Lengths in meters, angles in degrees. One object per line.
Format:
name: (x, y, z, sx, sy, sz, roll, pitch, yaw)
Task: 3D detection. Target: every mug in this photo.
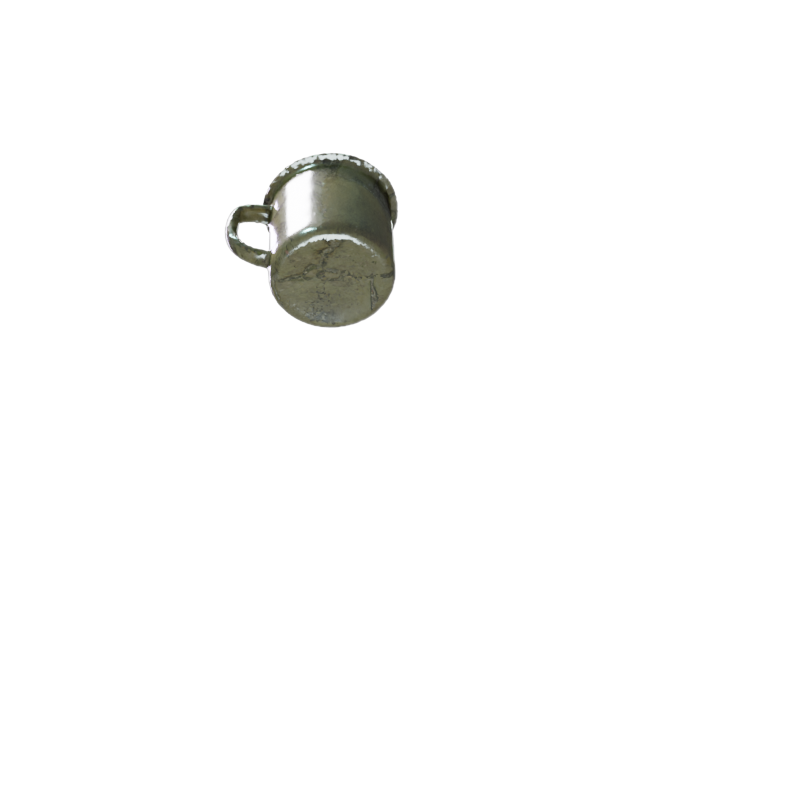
mug: (-0.057, -0.104, 0.730, 0.115, 0.088, 0.087, 9, 39, -9)
